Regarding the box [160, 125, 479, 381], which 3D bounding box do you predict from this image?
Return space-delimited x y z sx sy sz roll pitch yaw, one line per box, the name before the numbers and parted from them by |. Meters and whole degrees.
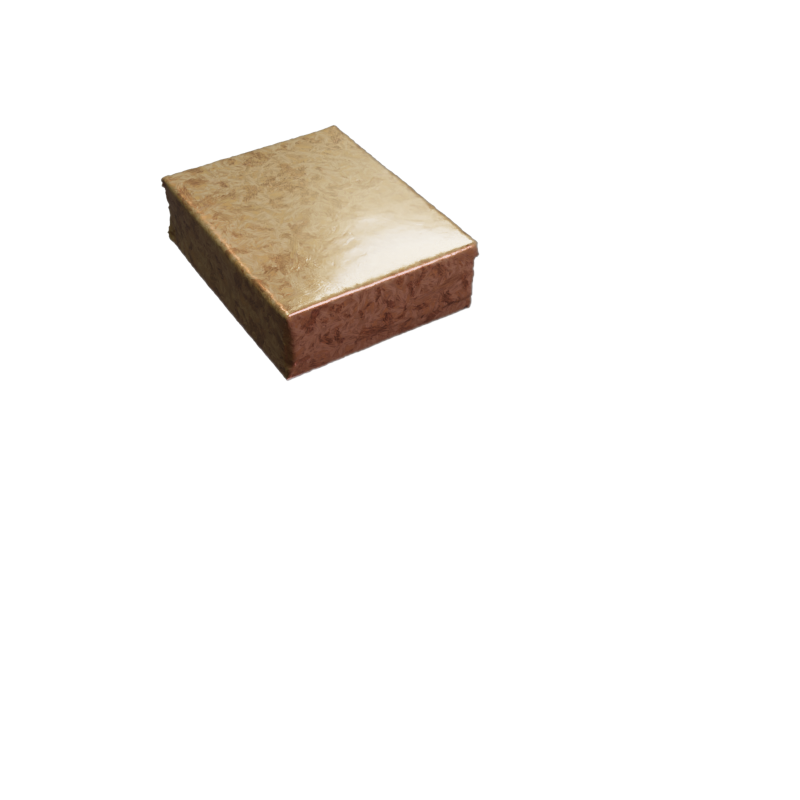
box | -0.037 -0.067 0.468 0.089 0.036 0.122 -22 44 -25
